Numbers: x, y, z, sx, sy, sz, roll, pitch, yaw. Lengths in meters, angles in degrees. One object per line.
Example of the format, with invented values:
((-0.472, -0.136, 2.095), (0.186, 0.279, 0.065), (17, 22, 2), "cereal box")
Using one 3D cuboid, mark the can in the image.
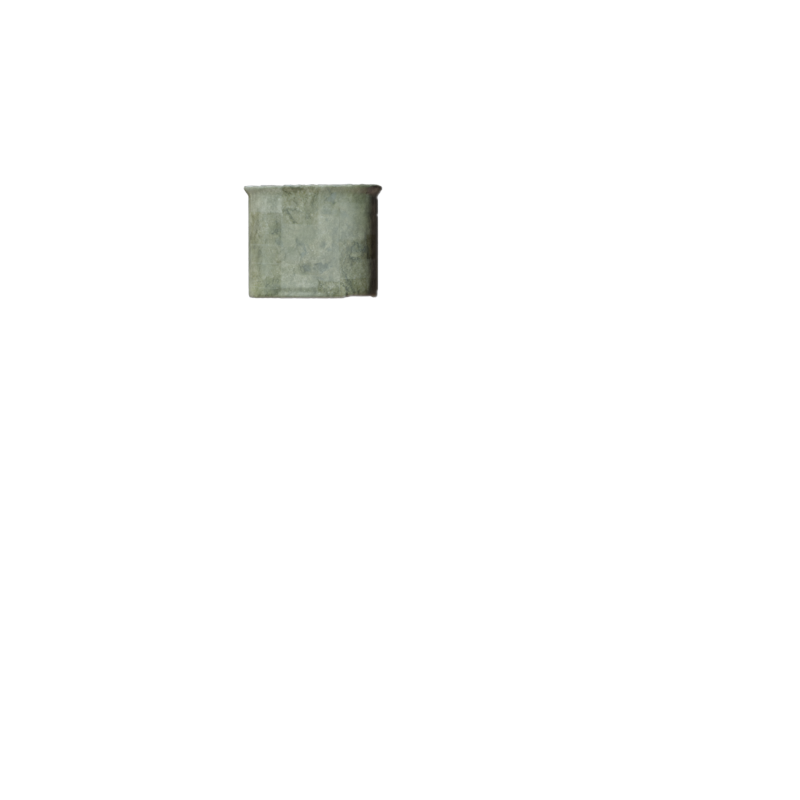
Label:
((-0.065, -0.119, 0.833), (0.103, 0.084, 0.057), (1, 2, 9), "can")
